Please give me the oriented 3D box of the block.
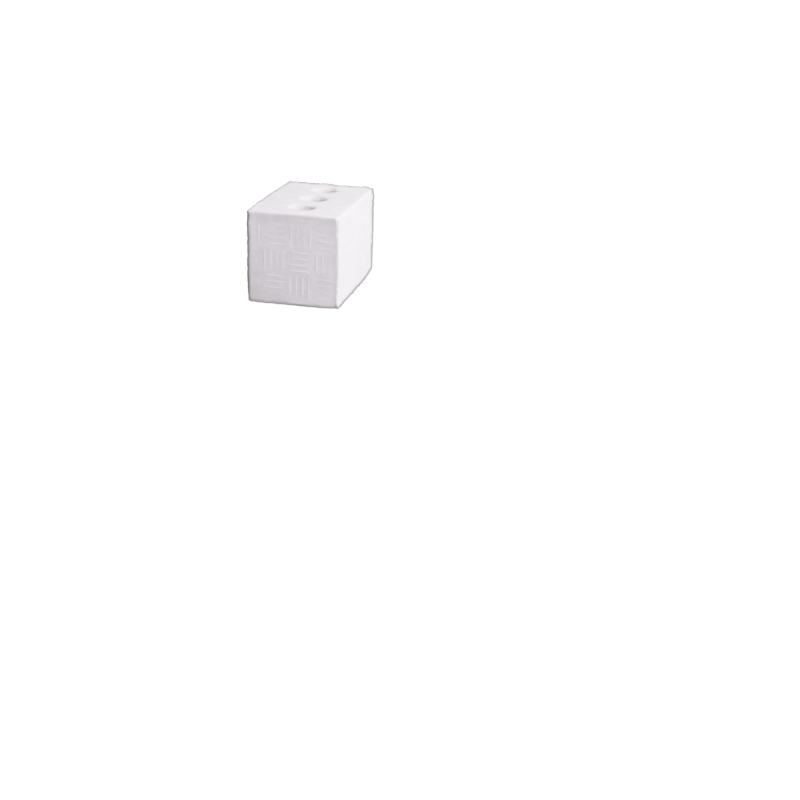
[{"bbox_3d":[-0.048,-0.088,0.616,0.054,0.049,0.080,5,21,12],"label":"block"}]
